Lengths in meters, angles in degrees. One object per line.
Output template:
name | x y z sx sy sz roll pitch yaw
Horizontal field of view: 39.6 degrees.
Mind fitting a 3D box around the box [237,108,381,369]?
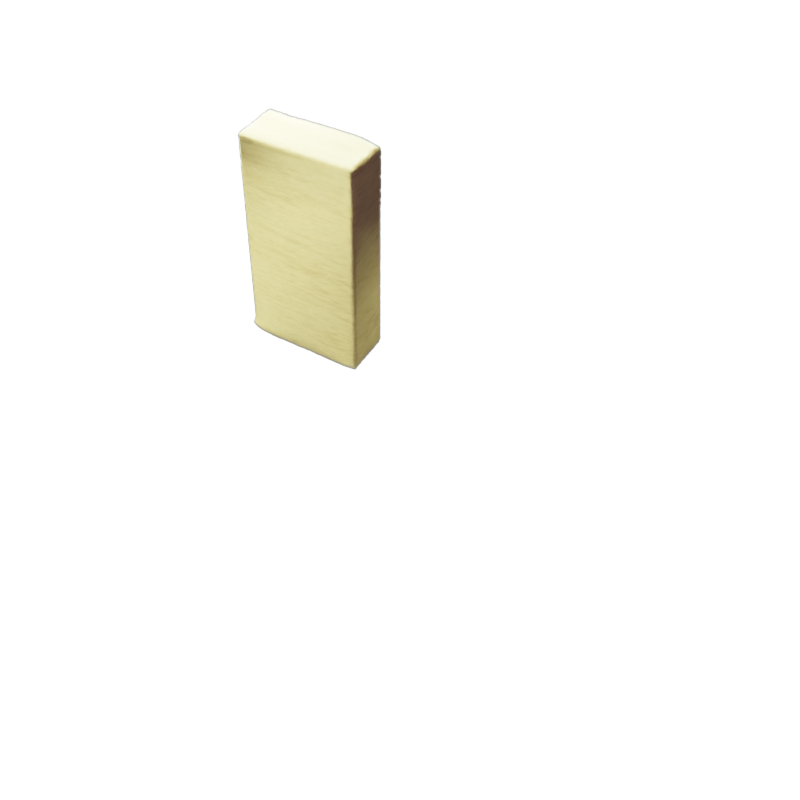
box | -0.061 -0.112 0.783 0.098 0.164 0.049 24 44 23
